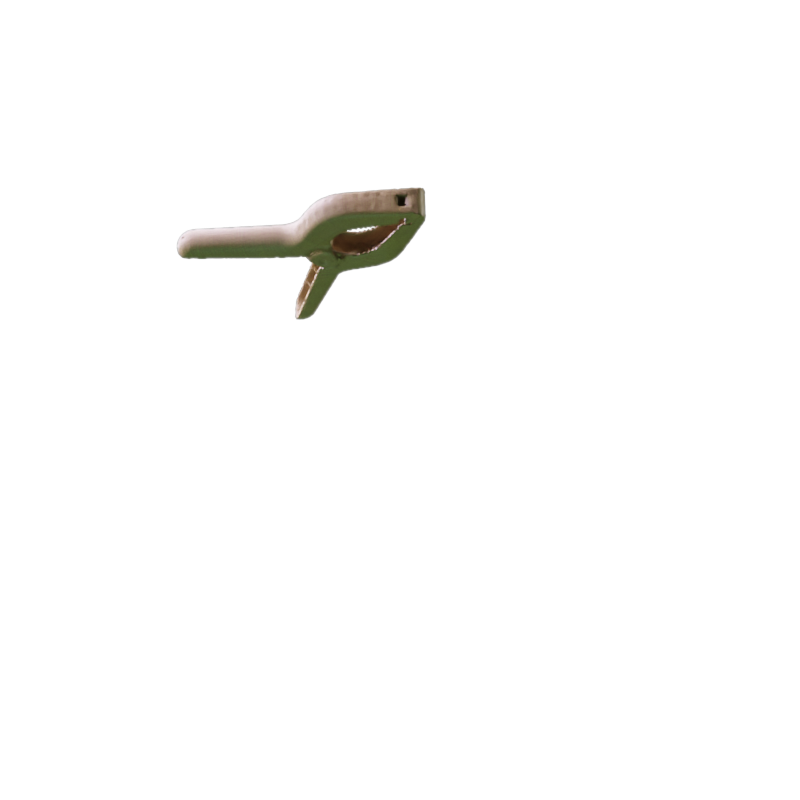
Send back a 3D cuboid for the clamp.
[{"bbox_3d":[-0.073,-0.133,0.931,0.211,0.039,0.154,-22,-33,40],"label":"clamp"}]
